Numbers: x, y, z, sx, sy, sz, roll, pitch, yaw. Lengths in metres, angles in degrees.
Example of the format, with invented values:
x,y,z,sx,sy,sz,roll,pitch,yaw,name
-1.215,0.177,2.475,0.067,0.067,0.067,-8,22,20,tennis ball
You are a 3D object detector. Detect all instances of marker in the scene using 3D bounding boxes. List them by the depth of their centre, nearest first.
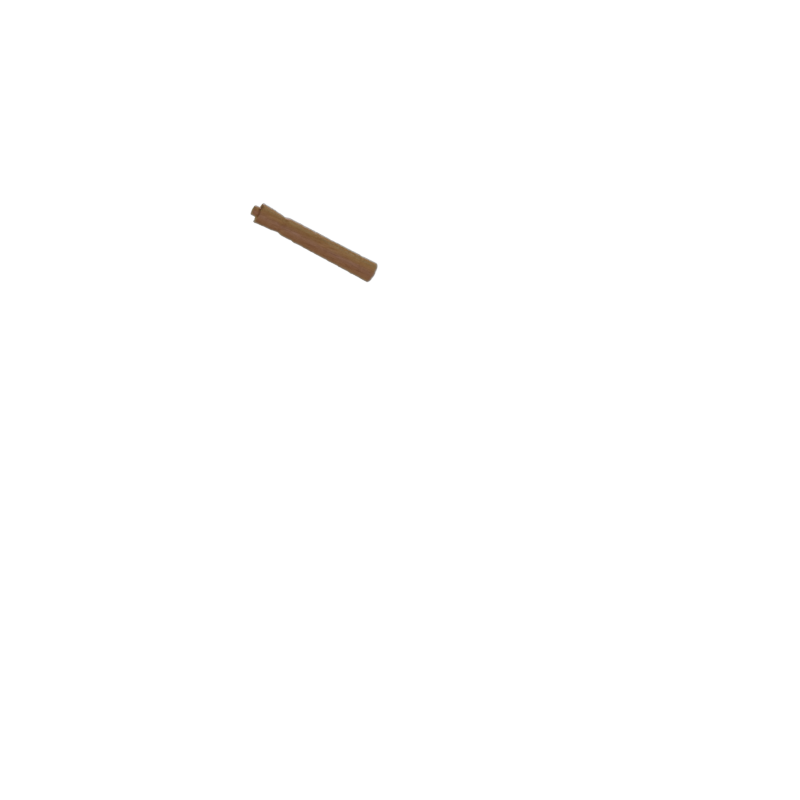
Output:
x,y,z,sx,sy,sz,roll,pitch,yaw,name
-0.076,-0.138,0.966,0.118,0.020,0.020,27,-3,-12,marker
